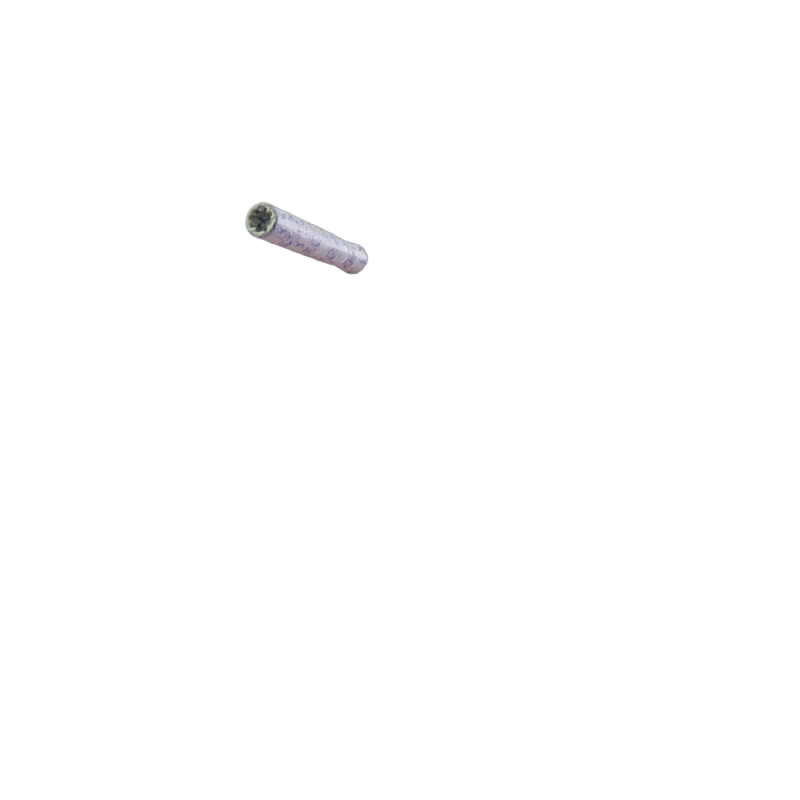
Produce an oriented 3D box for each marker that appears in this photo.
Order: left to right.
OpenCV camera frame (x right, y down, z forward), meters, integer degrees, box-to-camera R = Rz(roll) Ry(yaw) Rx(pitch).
[{"bbox_3d":[-0.048,-0.088,0.616,0.020,0.020,0.115,2,-3,24],"label":"marker"}]
